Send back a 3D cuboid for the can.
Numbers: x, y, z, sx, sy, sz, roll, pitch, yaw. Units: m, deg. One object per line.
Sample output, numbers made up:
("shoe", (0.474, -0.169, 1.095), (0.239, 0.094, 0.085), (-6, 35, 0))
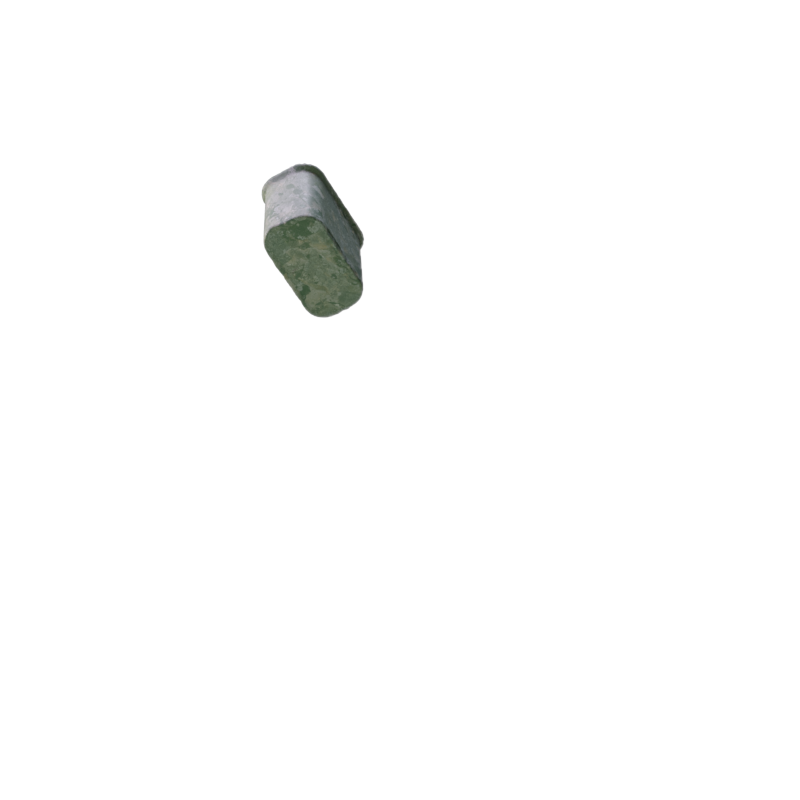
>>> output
("can", (-0.071, -0.130, 0.910), (0.057, 0.095, 0.089), (-26, 32, 15))
